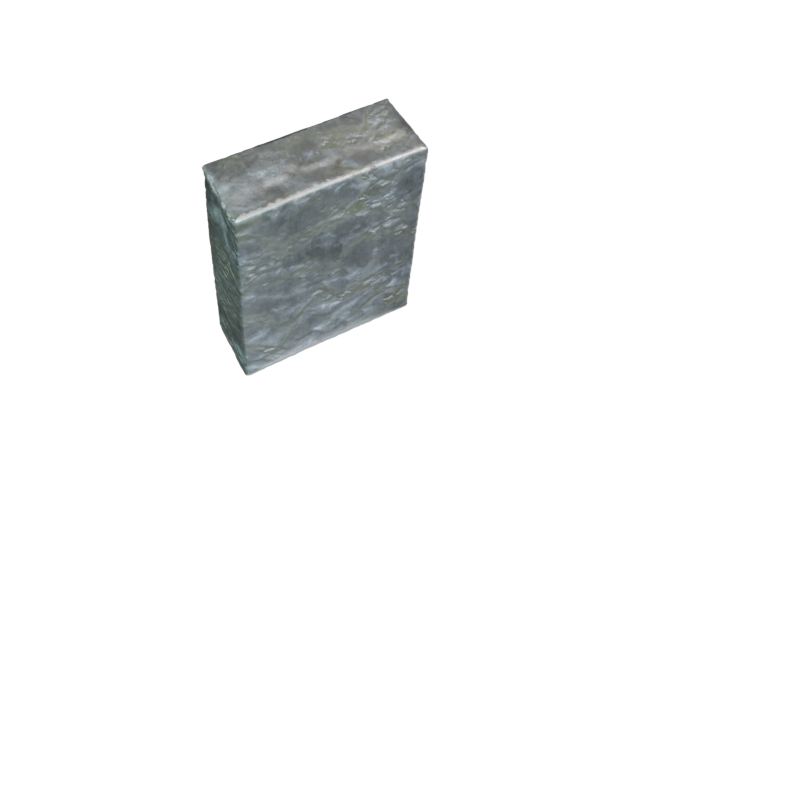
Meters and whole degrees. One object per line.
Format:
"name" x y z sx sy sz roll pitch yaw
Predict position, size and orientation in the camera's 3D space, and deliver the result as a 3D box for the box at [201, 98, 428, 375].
"box" -0.071 -0.130 0.911 0.163 0.077 0.200 -24 -28 -18
